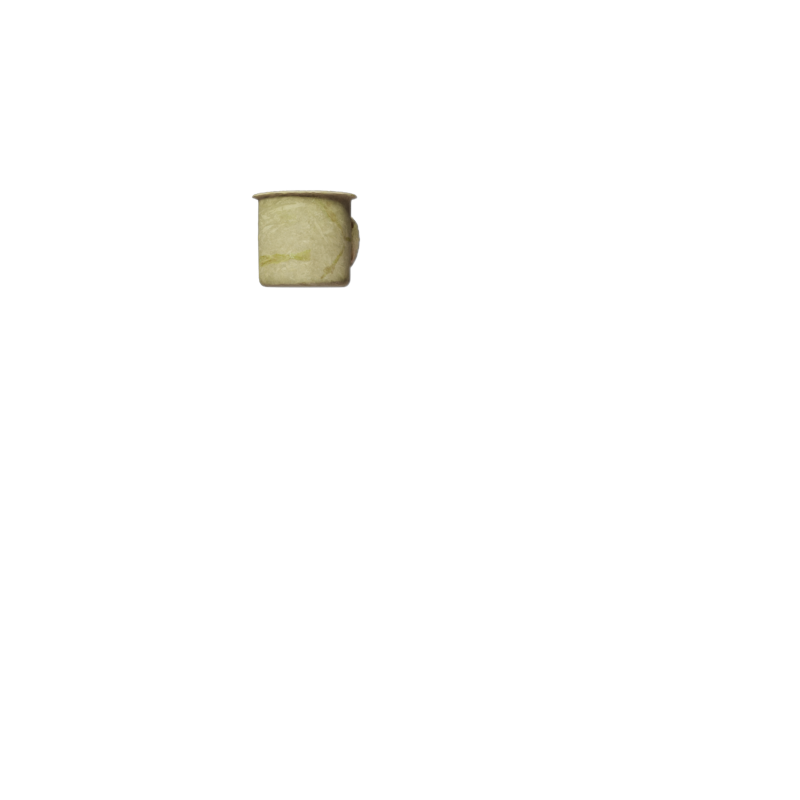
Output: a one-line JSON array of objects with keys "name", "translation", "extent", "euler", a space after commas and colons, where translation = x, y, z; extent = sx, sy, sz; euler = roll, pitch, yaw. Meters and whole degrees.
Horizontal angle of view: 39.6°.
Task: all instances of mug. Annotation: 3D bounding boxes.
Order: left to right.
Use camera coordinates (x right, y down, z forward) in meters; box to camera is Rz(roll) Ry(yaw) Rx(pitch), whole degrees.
[{"name": "mug", "translation": [-0.077, -0.141, 0.989], "extent": [0.097, 0.082, 0.113], "euler": [1, 2, 37]}]
